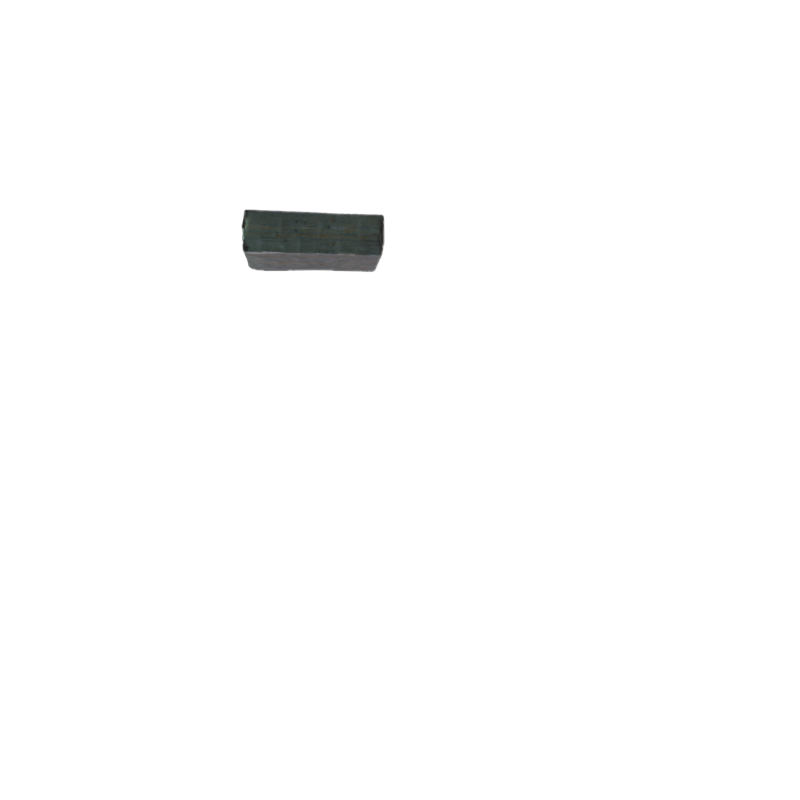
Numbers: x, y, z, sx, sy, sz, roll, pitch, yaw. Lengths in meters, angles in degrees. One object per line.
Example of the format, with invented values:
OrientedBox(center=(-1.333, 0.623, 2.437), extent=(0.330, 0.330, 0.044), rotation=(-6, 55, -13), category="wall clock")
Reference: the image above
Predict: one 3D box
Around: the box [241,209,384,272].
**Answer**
OrientedBox(center=(-0.071, -0.130, 0.907), extent=(0.113, 0.040, 0.089), rotation=(0, -4, -2), category="box")
